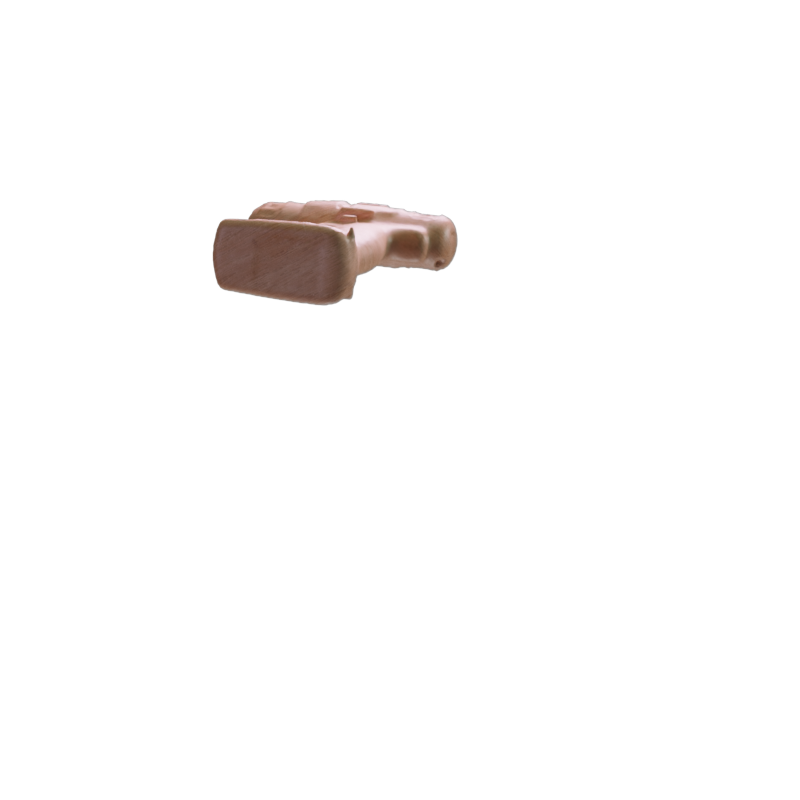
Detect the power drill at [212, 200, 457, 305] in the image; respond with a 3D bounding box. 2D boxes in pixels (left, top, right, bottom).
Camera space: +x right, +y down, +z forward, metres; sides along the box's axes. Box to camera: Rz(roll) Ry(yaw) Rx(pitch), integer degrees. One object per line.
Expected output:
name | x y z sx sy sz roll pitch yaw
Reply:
power drill | -0.067 -0.123 0.860 0.191 0.056 0.187 7 18 22
